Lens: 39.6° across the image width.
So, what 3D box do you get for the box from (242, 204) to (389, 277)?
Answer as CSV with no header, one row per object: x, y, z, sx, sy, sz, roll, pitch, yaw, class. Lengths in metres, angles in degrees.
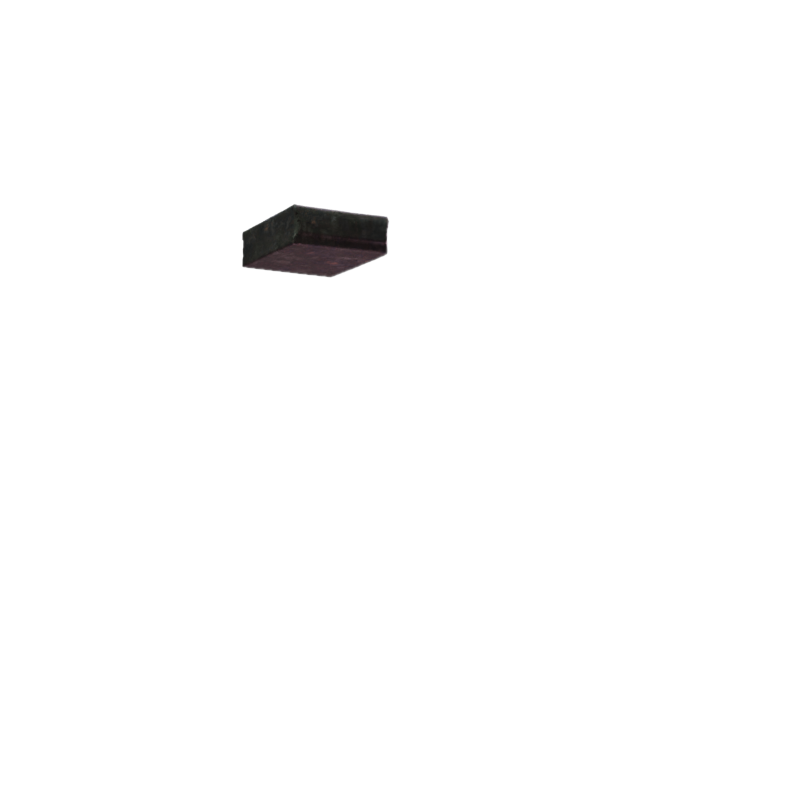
-0.061,-0.111,0.775,0.070,0.031,0.090,4,-8,-28,box
